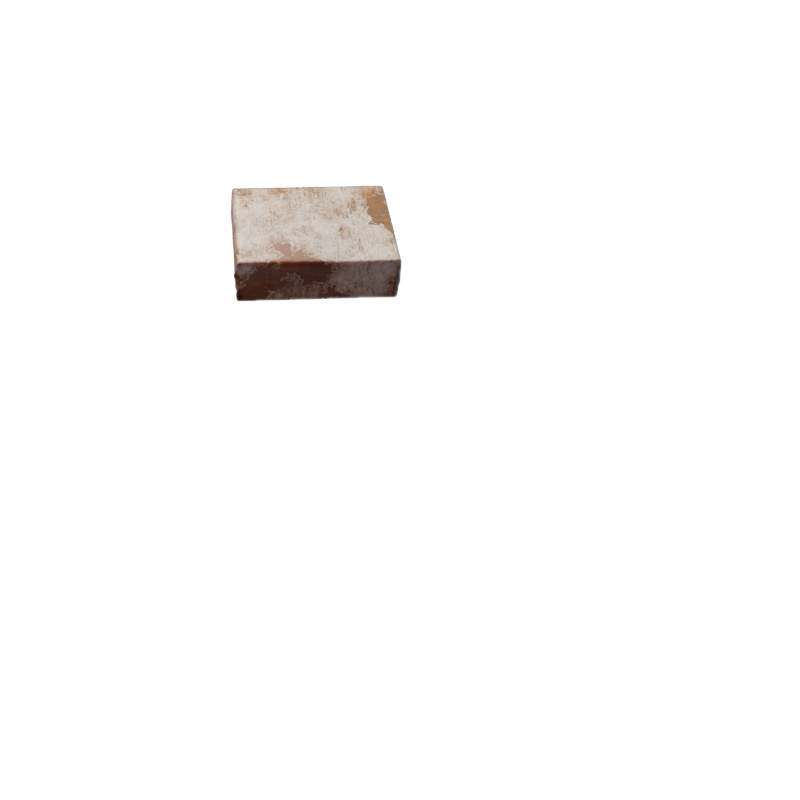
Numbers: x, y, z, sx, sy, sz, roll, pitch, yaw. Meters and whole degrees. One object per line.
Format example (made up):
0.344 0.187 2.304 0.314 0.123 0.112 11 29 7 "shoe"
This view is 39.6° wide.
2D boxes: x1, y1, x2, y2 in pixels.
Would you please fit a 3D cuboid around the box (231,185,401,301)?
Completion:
-0.061 -0.111 0.775 0.113 0.036 0.097 -4 41 -5 "box"
